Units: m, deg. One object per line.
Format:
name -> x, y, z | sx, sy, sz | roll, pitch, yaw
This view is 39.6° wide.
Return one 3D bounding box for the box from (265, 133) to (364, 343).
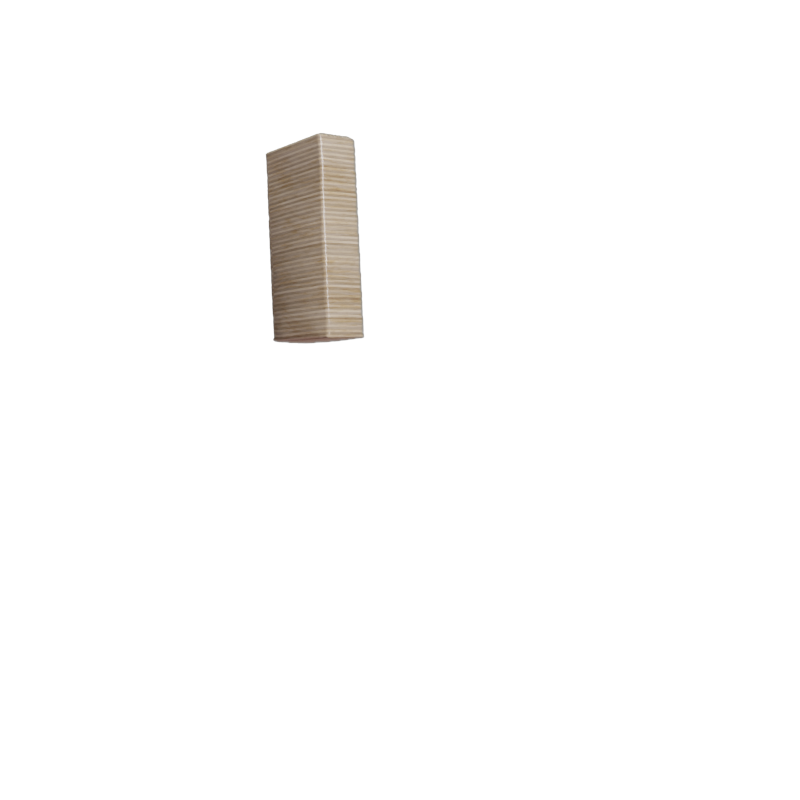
box -> -0.076, -0.140, 0.981 | 0.046, 0.180, 0.096 | 5, -8, -36
